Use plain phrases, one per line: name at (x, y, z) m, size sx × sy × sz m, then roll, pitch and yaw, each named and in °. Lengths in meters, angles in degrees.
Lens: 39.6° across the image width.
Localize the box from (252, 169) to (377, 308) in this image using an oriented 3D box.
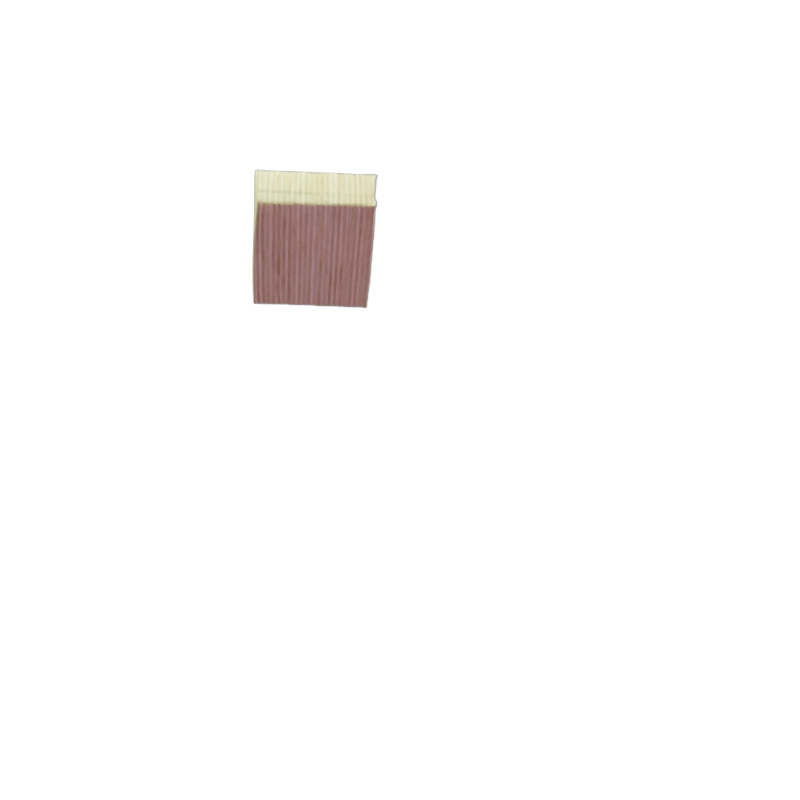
box at (-0.065, -0.118, 0.825) m, size 0.089 × 0.042 × 0.106 m, roll 2°, pitch -39°, yaw -4°
